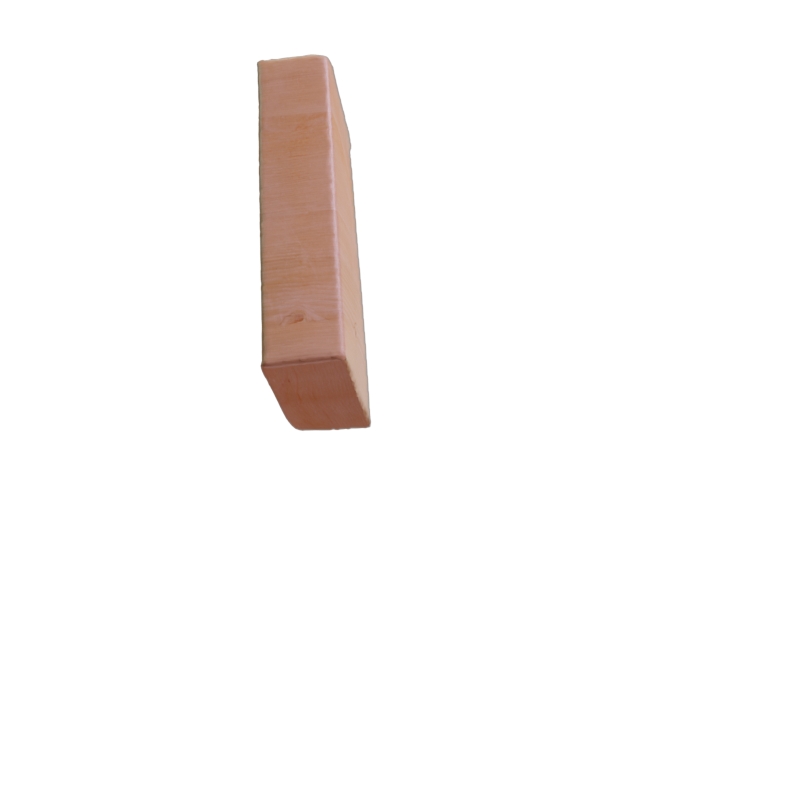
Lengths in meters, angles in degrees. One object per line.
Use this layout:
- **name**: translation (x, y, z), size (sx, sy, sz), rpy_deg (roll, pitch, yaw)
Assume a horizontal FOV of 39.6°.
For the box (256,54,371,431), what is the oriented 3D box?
- **box**: translation (-0.045, -0.082, 0.573), size (0.048, 0.187, 0.087), rpy_deg (-5, -26, 5)
